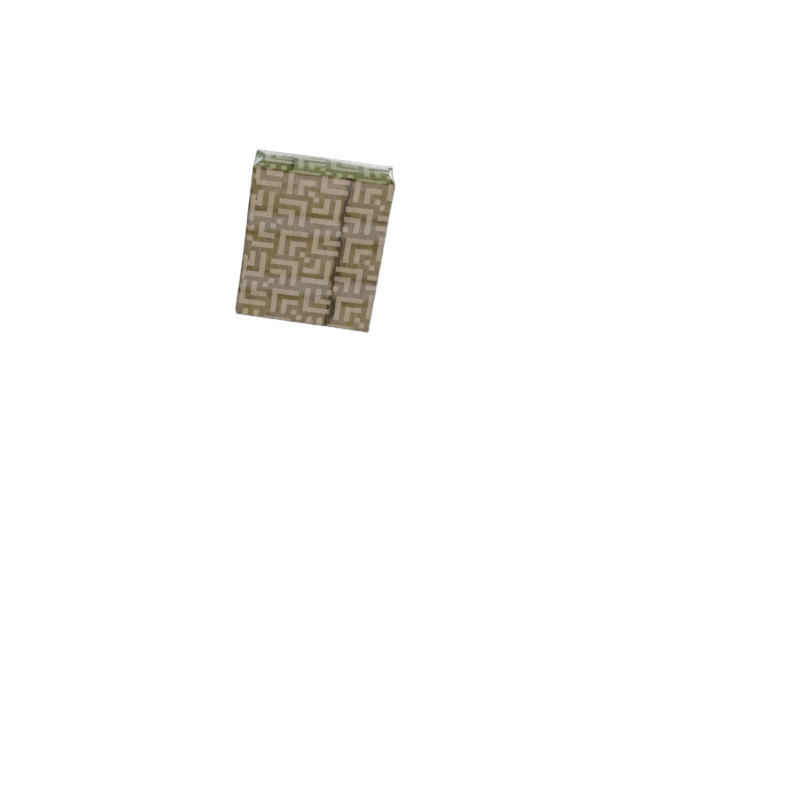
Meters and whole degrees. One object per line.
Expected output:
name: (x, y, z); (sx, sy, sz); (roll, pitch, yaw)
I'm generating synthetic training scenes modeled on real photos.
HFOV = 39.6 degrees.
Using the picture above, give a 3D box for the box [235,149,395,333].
box: (-0.046, -0.084, 0.587); (0.073, 0.085, 0.032); (8, 26, -5)
